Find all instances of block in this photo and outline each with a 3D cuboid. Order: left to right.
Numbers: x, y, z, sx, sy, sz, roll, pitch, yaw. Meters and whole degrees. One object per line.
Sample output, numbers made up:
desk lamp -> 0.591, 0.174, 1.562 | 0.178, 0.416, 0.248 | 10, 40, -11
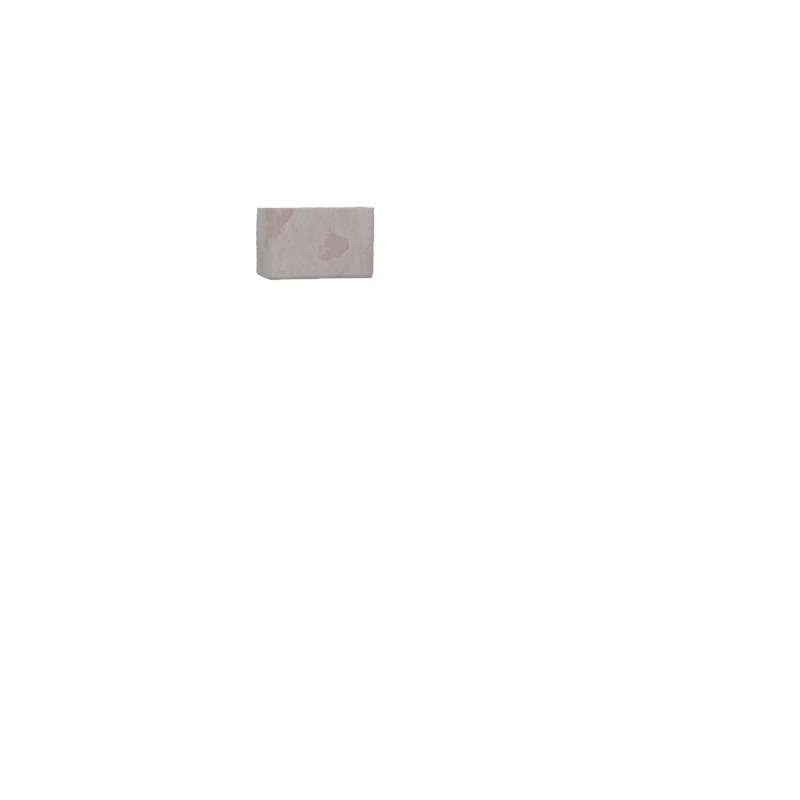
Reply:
block -> -0.063, -0.116, 0.810 | 0.076, 0.051, 0.055 | -3, 8, -17
